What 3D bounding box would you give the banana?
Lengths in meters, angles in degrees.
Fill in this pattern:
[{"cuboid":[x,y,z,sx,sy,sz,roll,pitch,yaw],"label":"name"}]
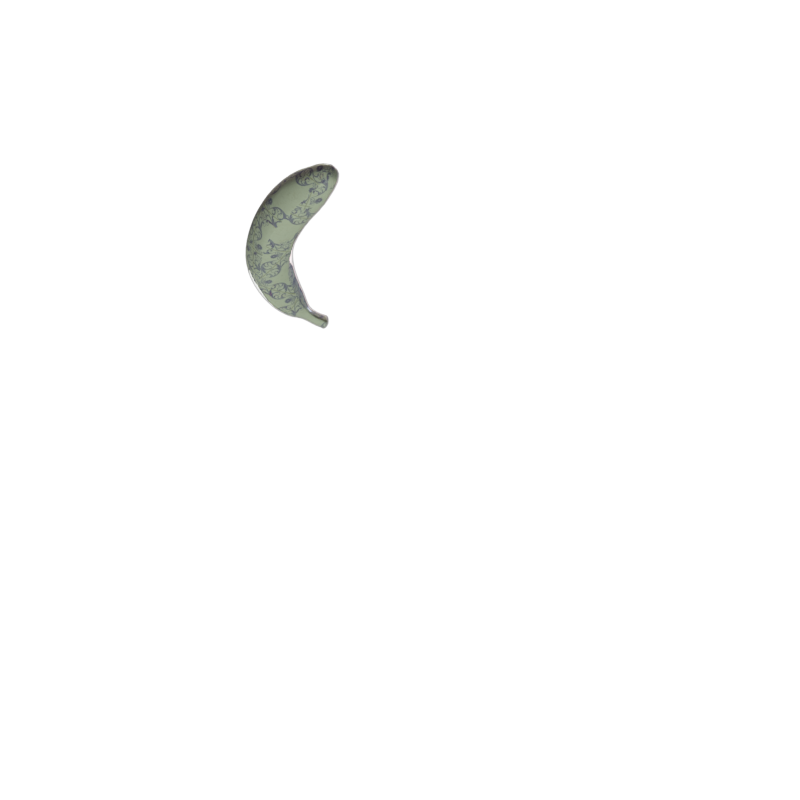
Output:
[{"cuboid":[-0.086,-0.122,0.866,0.069,0.039,0.186,2,-31,-4],"label":"banana"}]
